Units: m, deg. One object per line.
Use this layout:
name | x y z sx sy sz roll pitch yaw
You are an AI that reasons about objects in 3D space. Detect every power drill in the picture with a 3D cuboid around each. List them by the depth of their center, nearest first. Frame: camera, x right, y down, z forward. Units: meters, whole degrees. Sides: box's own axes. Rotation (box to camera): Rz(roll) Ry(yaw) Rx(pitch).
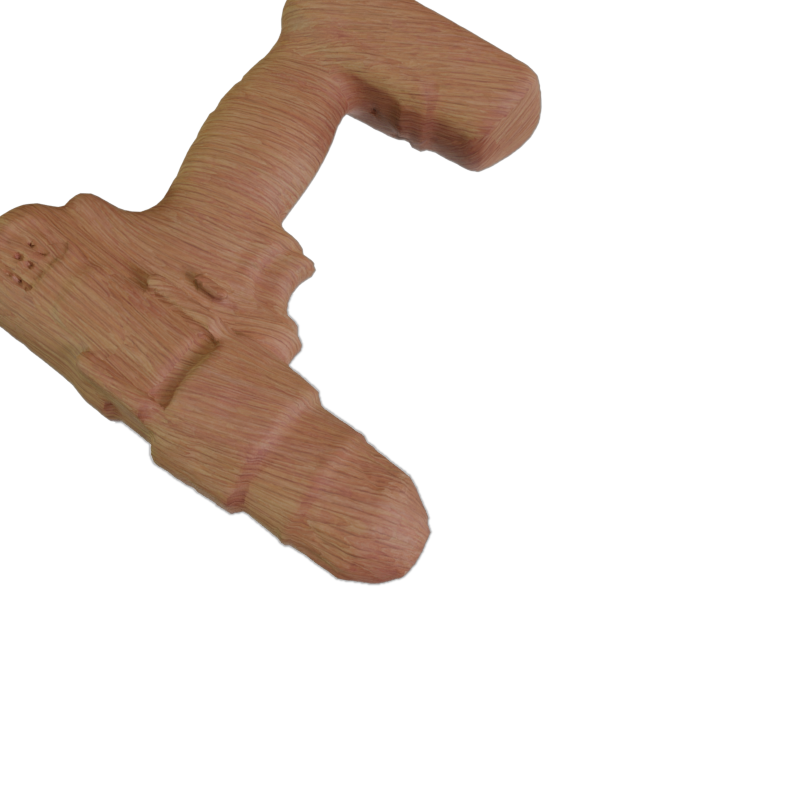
power drill | -0.031 -0.056 0.391 0.191 0.191 0.054 34 -20 14
